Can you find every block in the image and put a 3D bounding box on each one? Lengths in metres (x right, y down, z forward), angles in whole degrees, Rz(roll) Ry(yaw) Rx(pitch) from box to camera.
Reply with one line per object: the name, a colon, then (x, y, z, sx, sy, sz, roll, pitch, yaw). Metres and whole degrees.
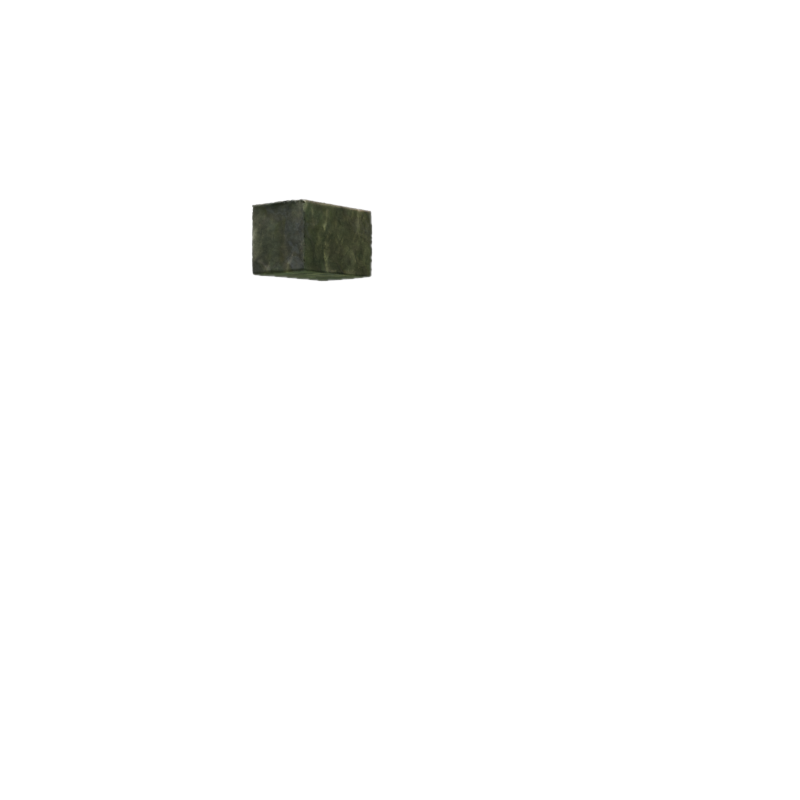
block: (-0.063, -0.115, 0.808, 0.054, 0.052, 0.075, -2, -2, 38)
